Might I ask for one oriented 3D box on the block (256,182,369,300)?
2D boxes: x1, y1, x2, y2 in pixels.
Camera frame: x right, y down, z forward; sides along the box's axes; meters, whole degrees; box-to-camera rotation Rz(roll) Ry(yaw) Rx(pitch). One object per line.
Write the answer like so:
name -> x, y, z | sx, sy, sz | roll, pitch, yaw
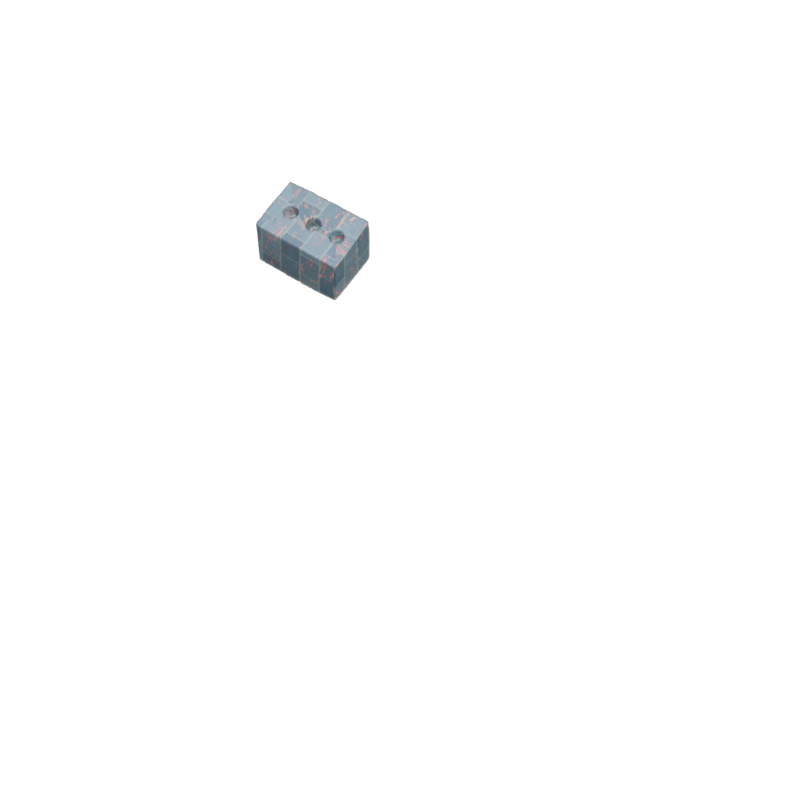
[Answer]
block -> -0.070, -0.128, 0.896 | 0.081, 0.054, 0.048 | 28, -28, 15
